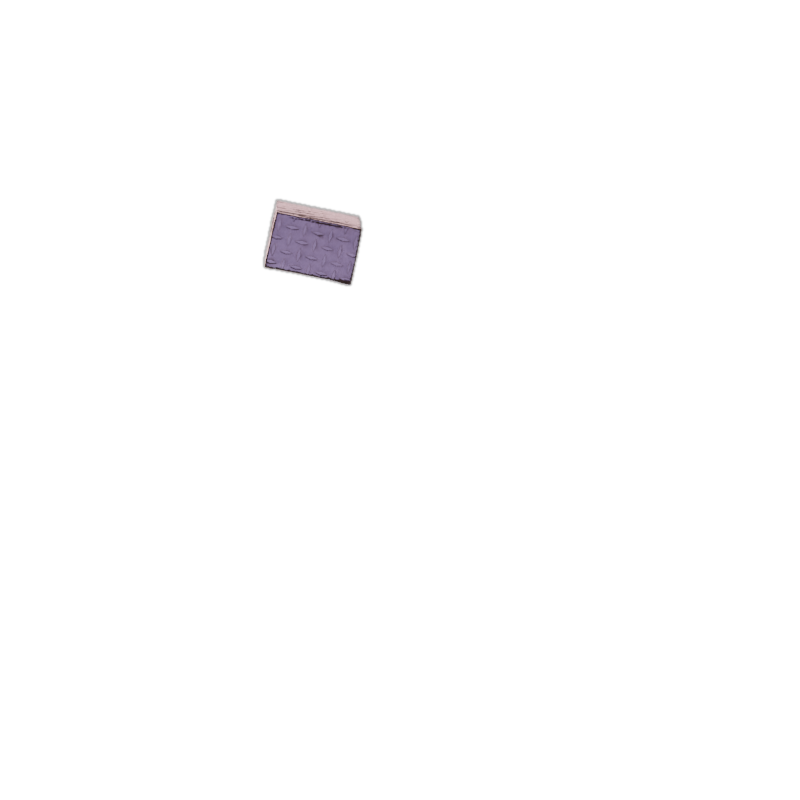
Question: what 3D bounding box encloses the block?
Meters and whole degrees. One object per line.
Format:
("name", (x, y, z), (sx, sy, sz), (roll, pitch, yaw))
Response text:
("block", (-0.076, -0.138, 0.970), (0.077, 0.051, 0.053), (12, 17, -5))
